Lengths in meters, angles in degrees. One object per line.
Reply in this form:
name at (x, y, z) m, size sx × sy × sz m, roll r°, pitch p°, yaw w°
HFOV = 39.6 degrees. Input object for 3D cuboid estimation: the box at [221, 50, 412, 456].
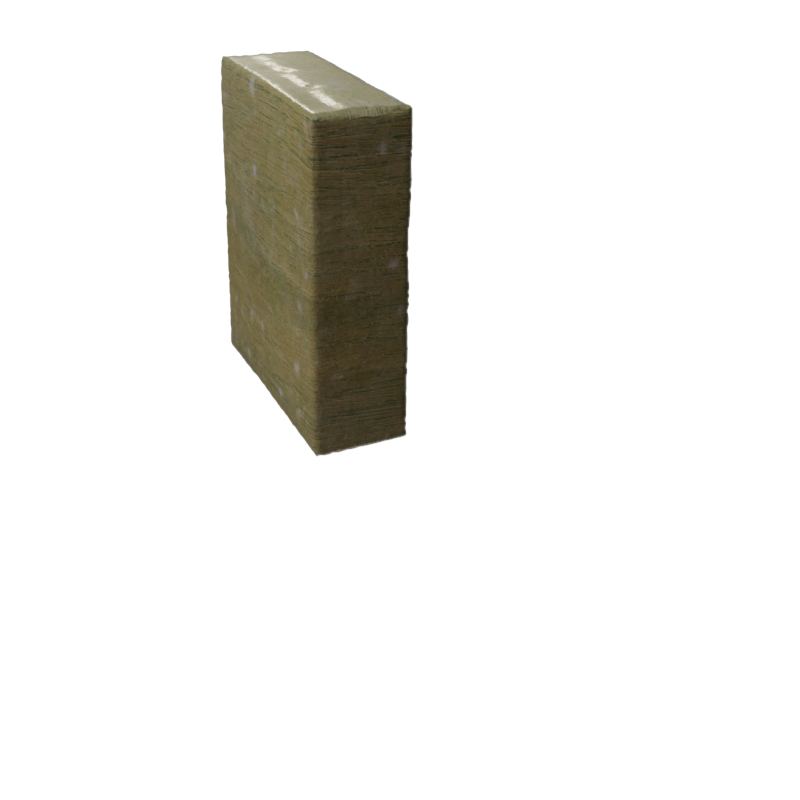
box at (-0.055, -0.101, 0.706) m, size 0.070 × 0.203 × 0.176 m, roll -9°, pitch 27°, yaw -23°
